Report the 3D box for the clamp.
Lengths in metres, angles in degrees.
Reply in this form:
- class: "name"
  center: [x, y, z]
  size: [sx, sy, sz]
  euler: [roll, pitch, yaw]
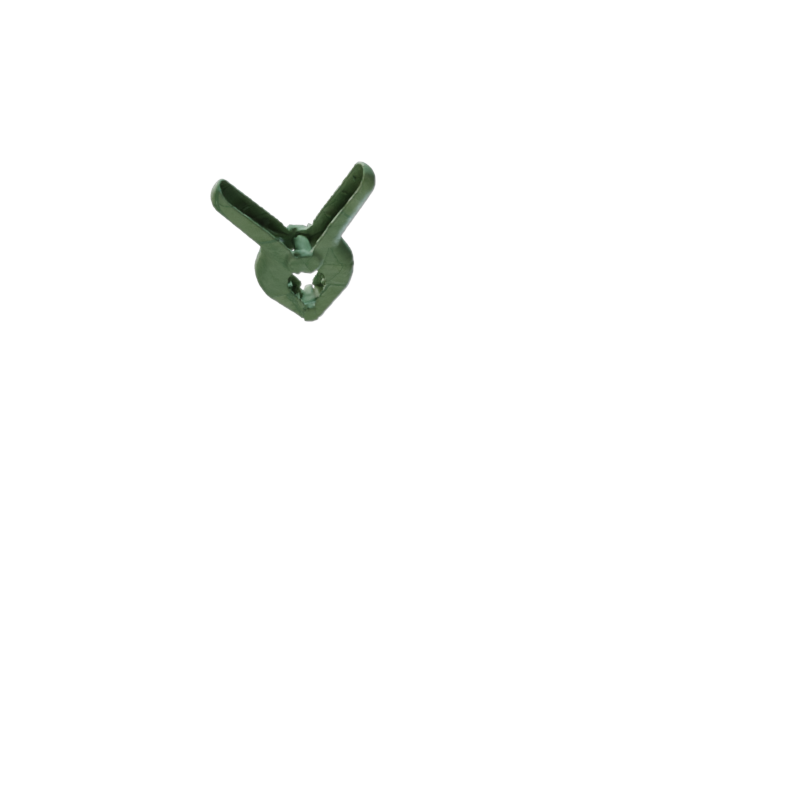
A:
- class: "clamp"
  center: [-0.067, -0.123, 0.862]
  size: [0.121, 0.042, 0.159]
  euler: [-6, -31, 9]
